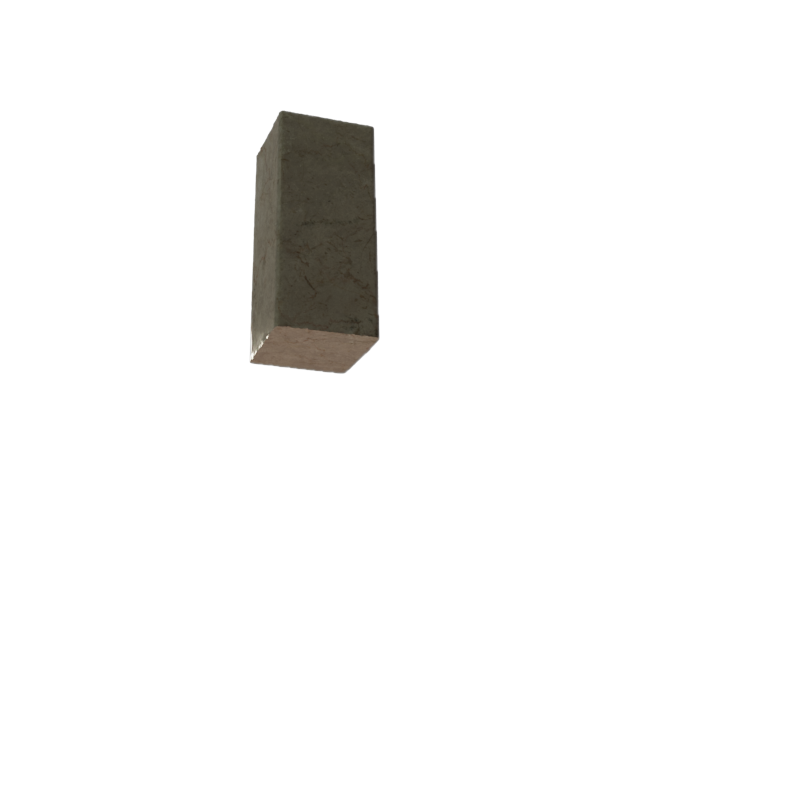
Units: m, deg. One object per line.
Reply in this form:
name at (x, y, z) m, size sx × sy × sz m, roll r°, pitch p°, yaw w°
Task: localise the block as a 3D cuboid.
block at (-0.076, -0.139, 0.974) m, size 0.088 × 0.218 × 0.088 m, roll 7°, pitch -26°, yaw -19°
